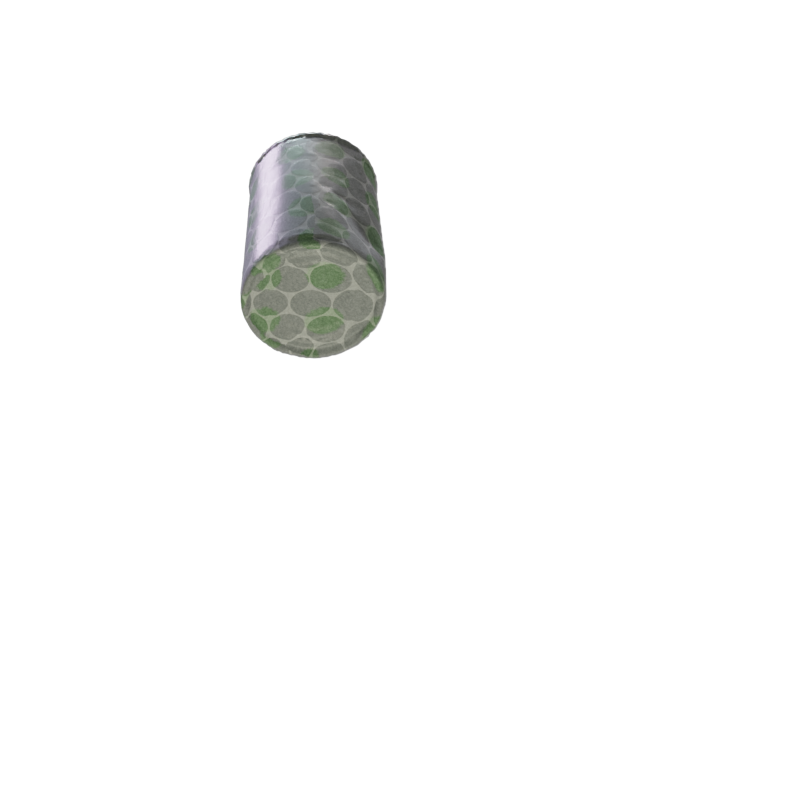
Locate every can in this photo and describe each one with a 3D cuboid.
[{"bbox_3d":[-0.043,-0.078,0.544,0.068,0.064,0.109,-1,38,-3],"label":"can"}]
